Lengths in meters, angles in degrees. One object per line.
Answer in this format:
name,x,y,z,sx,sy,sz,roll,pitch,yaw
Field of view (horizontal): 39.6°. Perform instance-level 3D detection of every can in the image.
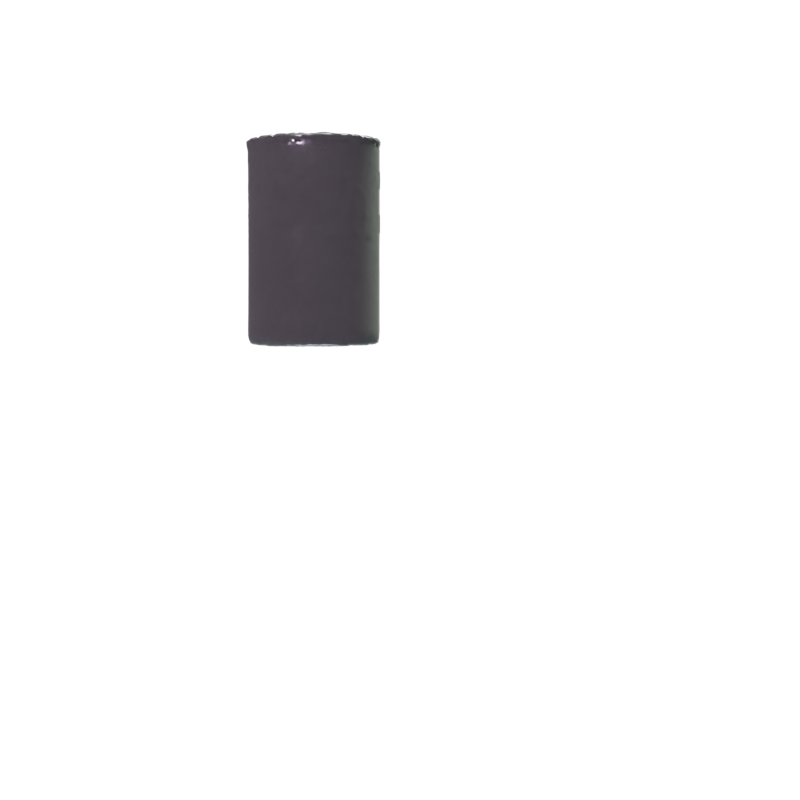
can,-0.044,-0.080,0.558,0.068,0.103,0.069,0,0,-2
